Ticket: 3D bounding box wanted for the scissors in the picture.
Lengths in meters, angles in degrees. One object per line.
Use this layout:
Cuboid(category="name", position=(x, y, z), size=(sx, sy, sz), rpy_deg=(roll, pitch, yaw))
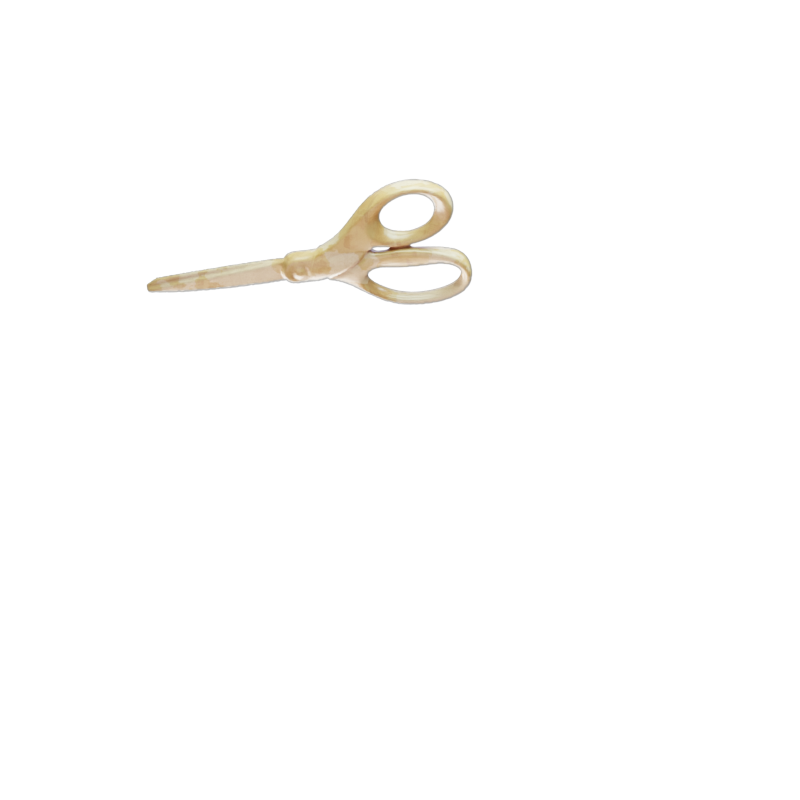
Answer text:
Cuboid(category="scissors", position=(-0.053, -0.097, 0.679), size=(0.200, 0.090, 0.017), rpy_deg=(5, 36, -4))
